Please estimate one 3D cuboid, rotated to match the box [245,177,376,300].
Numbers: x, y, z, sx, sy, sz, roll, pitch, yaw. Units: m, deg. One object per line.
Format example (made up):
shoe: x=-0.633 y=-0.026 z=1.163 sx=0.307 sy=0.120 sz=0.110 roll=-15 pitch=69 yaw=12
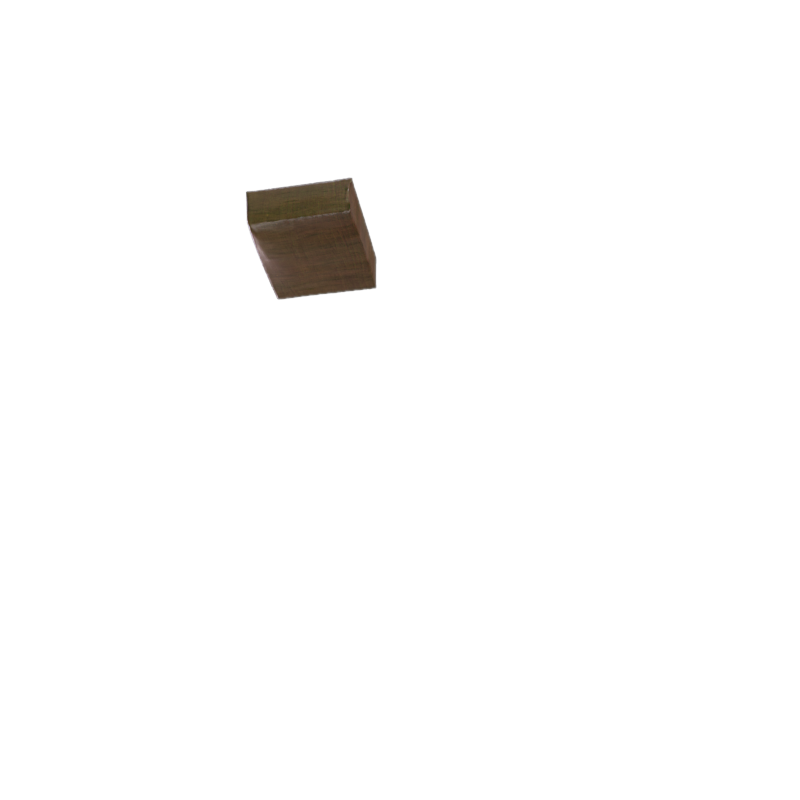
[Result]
box: x=-0.073 y=-0.132 z=0.925 sx=0.091 sy=0.042 sz=0.105 roll=-6 pitch=-32 yaw=9
